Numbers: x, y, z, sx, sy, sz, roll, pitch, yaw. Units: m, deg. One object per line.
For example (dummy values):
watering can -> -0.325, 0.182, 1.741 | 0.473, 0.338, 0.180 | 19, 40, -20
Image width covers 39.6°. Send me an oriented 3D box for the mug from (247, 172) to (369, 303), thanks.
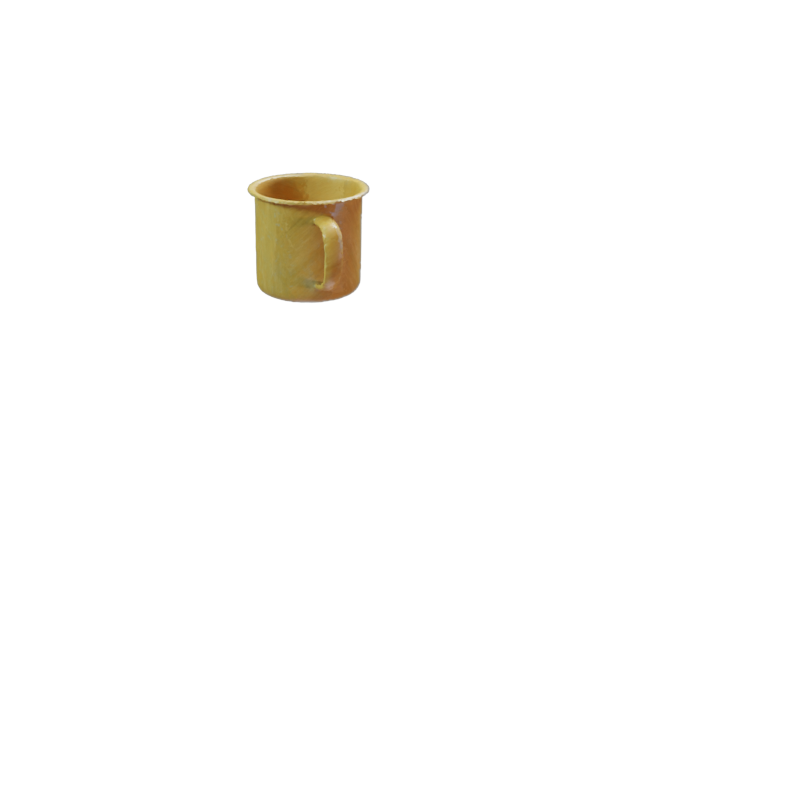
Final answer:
mug -> -0.066, -0.121, 0.845 | 0.091, 0.078, 0.125 | -7, 24, -20
